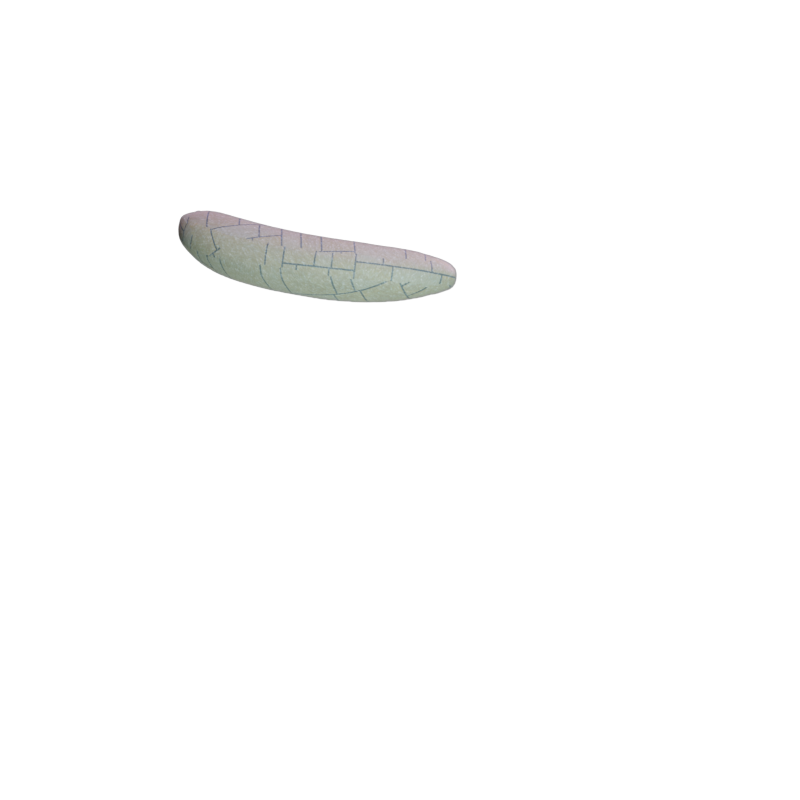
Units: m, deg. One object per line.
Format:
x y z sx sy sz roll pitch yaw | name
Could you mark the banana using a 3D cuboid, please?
-0.066 -0.092 0.687 0.207 0.035 0.071 17 35 25 | banana
